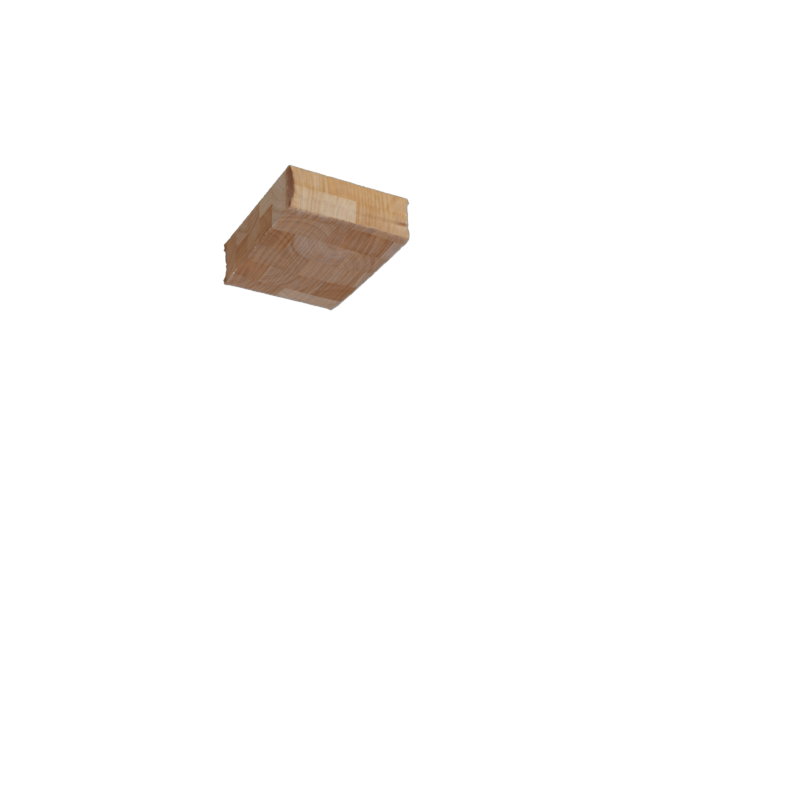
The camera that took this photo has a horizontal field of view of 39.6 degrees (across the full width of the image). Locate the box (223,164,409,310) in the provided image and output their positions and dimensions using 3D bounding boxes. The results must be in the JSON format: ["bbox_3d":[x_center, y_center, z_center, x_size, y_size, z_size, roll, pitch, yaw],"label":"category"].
[{"bbox_3d":[-0.059,-0.108,0.756,0.086,0.041,0.111,15,-32,-26],"label":"box"}]
